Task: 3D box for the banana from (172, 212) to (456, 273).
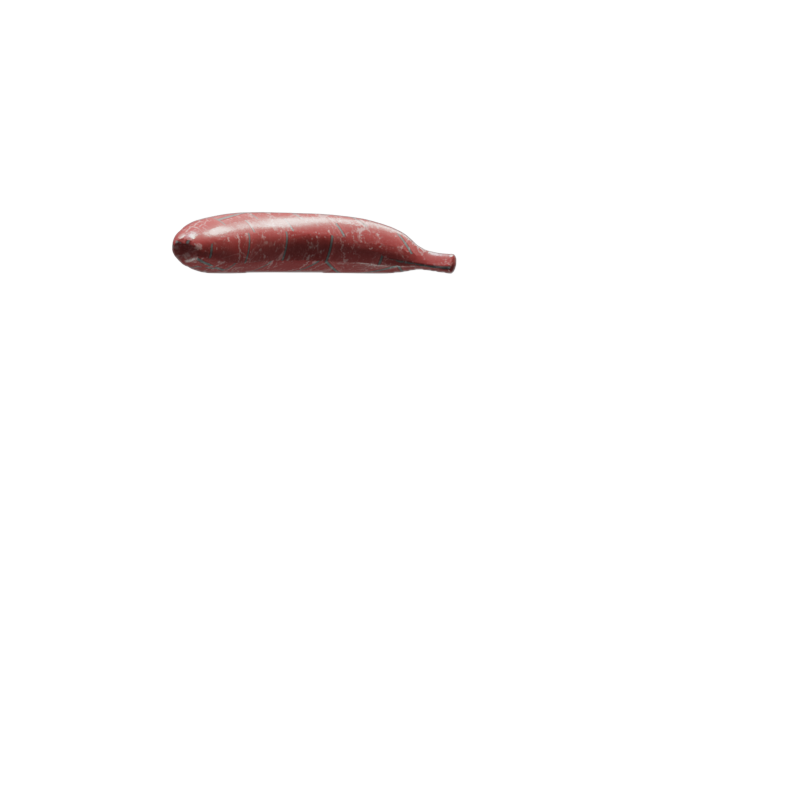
[{"bbox_3d":[-0.059,-0.093,0.654,0.191,0.037,0.072,-5,7,-38],"label":"banana"}]
